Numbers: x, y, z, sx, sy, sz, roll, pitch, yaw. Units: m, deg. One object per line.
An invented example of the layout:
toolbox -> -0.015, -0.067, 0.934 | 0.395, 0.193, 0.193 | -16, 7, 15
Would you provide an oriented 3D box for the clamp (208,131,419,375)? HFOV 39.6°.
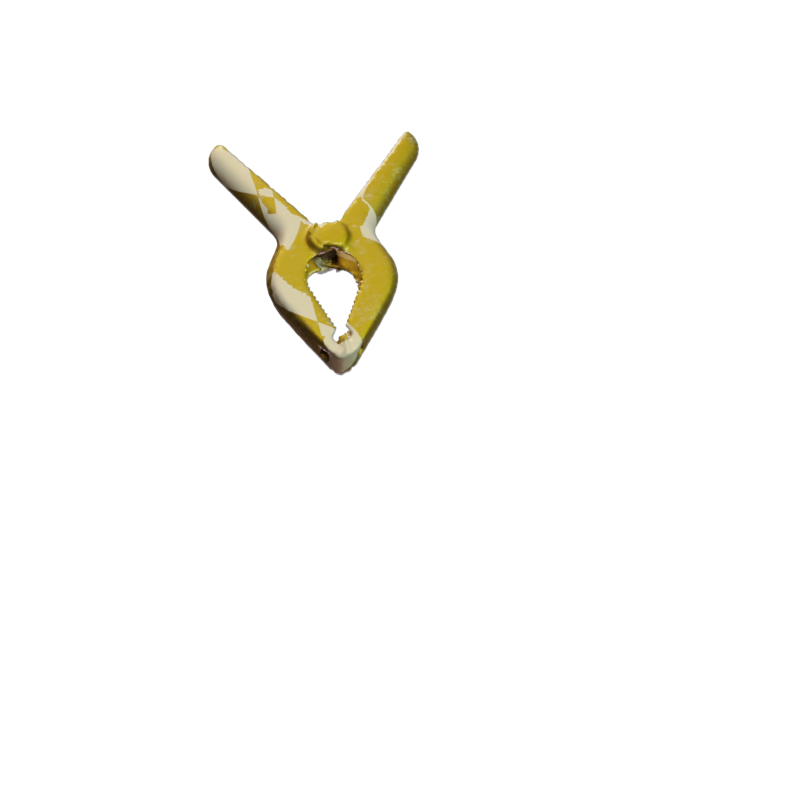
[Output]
clamp -> -0.064, -0.117, 0.821 | 0.164, 0.224, 0.034 | -1, -33, -1
